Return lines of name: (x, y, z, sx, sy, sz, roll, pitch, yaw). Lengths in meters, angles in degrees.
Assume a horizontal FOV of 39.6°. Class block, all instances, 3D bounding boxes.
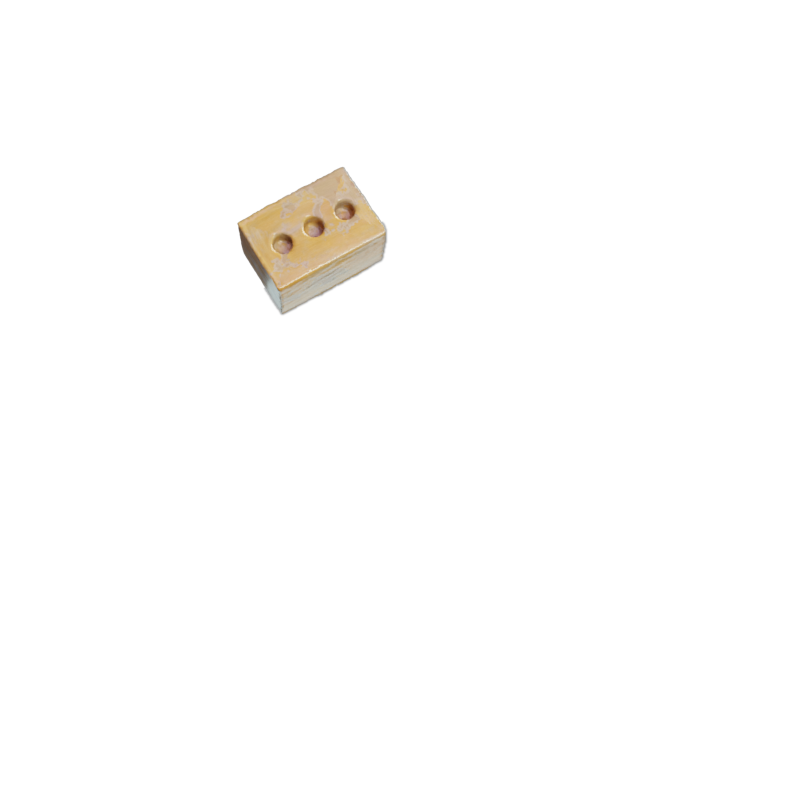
block: (-0.054, -0.099, 0.691, 0.078, 0.055, 0.049, -30, -15, -11)
